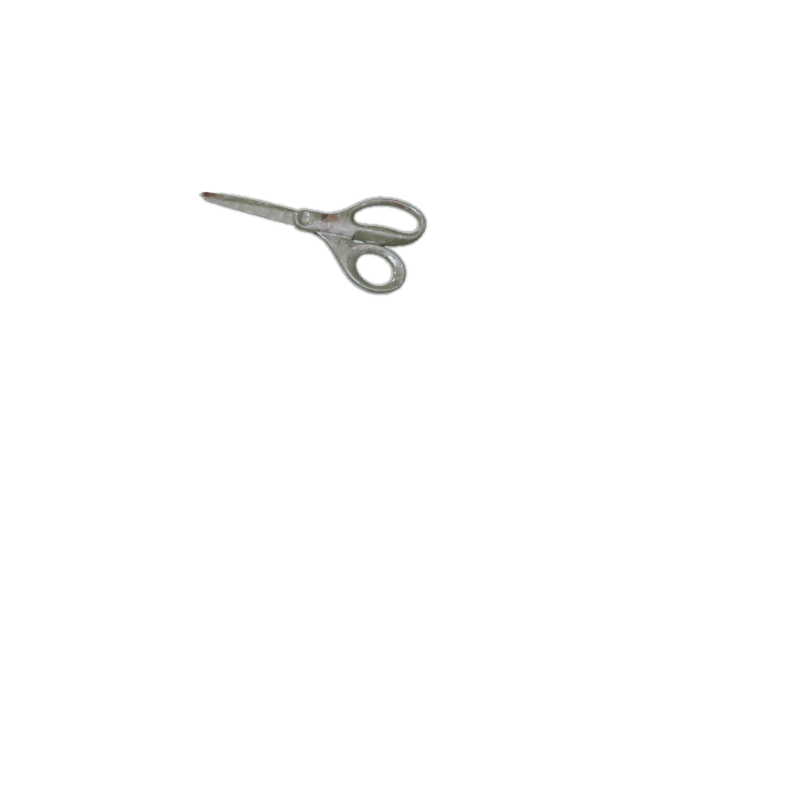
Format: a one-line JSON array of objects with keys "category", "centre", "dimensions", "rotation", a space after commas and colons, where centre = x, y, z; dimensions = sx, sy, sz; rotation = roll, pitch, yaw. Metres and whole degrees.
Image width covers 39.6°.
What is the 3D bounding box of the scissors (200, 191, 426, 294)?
[{"category": "scissors", "centre": [-0.077, -0.141, 0.986], "dimensions": [0.201, 0.100, 0.015], "rotation": [-1, -15, 0]}]
